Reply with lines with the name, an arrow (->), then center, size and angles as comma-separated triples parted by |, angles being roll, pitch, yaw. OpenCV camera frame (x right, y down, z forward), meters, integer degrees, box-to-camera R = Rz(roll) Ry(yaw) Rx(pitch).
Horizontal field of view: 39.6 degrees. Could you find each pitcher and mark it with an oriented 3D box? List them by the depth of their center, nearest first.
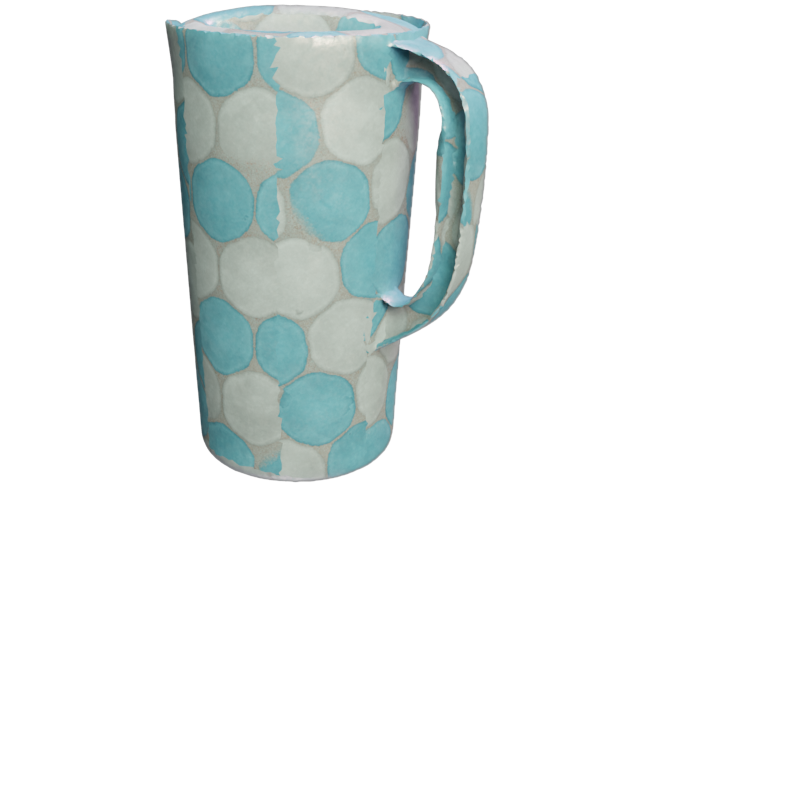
pitcher -> -0.046, -0.083, 0.584 | 0.143, 0.233, 0.158 | -3, 20, -12
